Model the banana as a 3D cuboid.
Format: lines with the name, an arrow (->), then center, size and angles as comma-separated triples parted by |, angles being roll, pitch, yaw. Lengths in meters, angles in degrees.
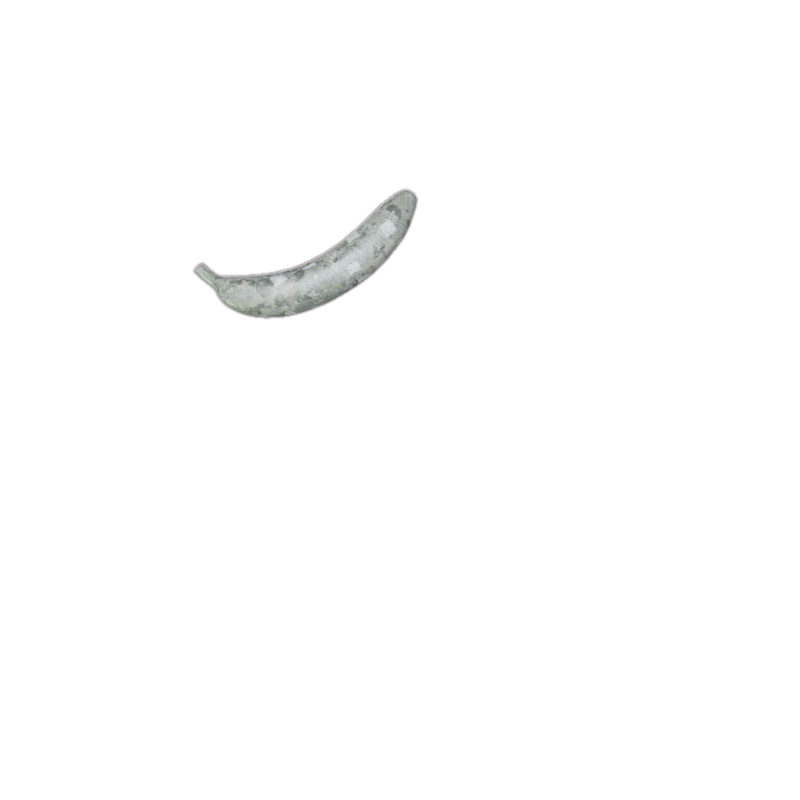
banana -> -0.070, -0.114, 0.926 | 0.197, 0.071, 0.036 | -20, -5, -3
